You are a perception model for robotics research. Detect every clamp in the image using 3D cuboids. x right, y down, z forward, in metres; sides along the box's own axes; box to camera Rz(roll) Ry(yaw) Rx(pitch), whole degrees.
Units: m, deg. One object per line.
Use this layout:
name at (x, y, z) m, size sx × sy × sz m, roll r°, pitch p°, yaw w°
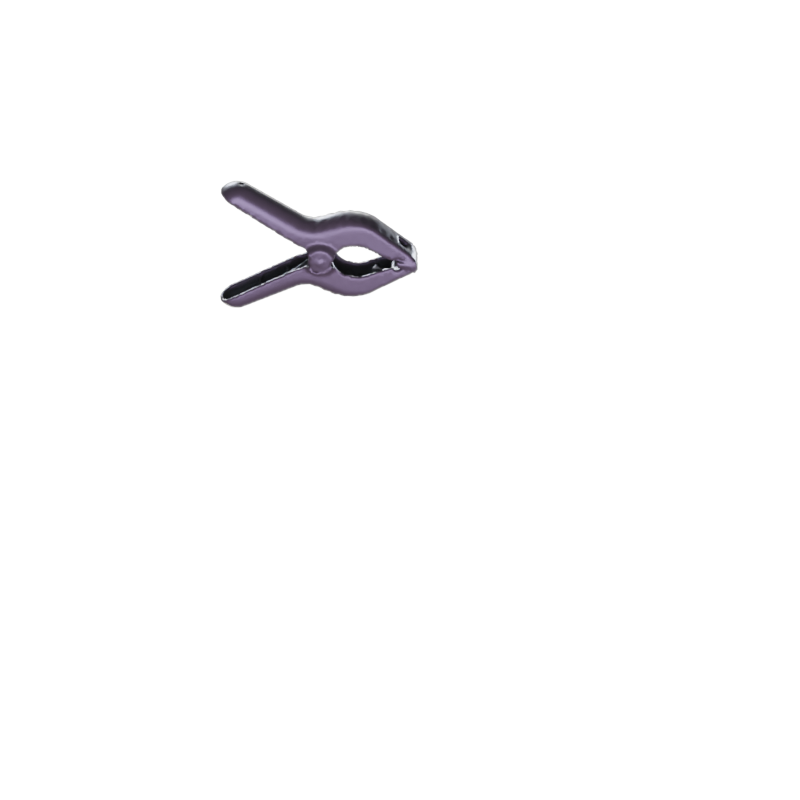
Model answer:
clamp at (-0.072, -0.132, 0.922) m, size 0.172 × 0.111 × 0.042 m, roll -4°, pitch 42°, yaw 3°
